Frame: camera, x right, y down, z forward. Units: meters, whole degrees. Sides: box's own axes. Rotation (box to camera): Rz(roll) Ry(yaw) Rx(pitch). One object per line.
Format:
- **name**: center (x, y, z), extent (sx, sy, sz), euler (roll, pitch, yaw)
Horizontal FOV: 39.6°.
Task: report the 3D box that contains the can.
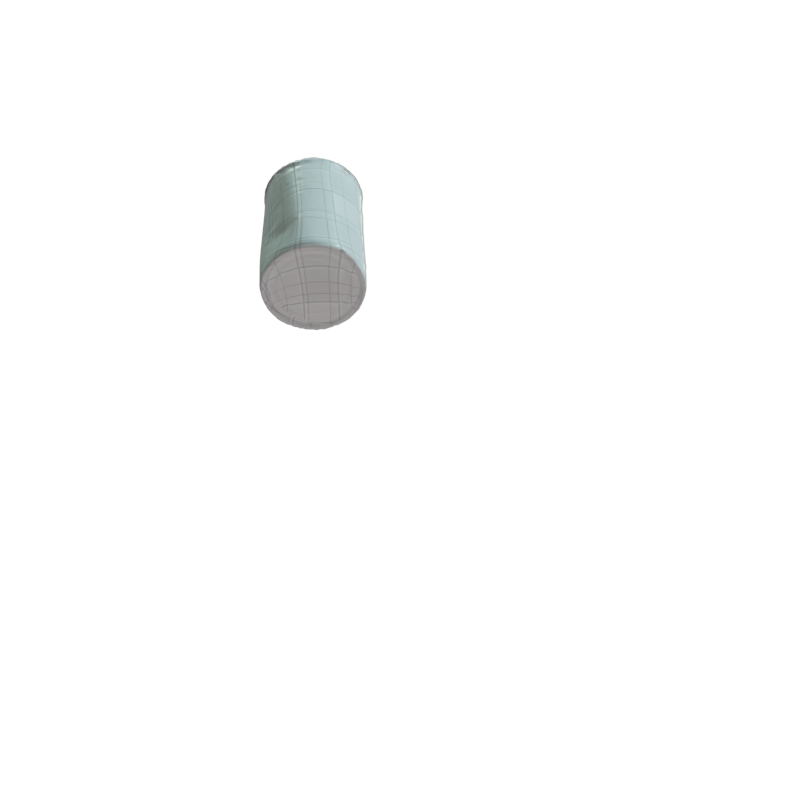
- **can**: center (-0.056, -0.103, 0.721), extent (0.068, 0.064, 0.110), euler (-1, 40, -3)
